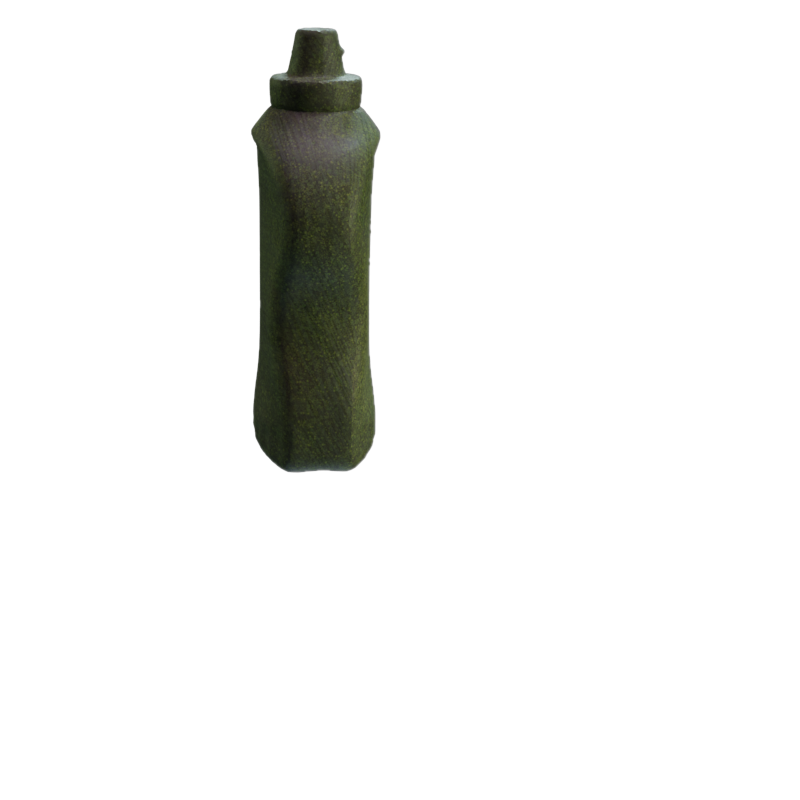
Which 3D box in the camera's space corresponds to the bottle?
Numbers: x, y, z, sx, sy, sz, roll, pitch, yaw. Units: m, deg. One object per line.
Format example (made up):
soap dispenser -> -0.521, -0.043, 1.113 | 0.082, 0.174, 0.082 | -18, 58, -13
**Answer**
bottle -> -0.039, -0.072, 0.507 | 0.058, 0.185, 0.100 | 0, 17, -5
